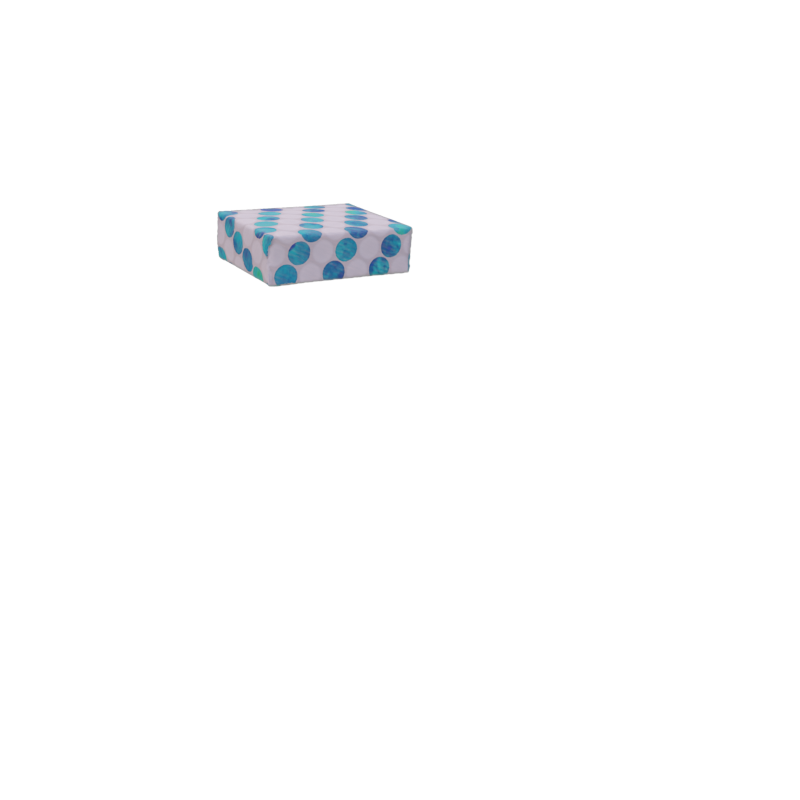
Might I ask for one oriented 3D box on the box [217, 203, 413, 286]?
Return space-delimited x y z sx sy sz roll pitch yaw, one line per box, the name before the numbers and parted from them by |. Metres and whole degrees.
box | -0.061 -0.112 0.784 0.111 0.037 0.095 -11 22 -28
